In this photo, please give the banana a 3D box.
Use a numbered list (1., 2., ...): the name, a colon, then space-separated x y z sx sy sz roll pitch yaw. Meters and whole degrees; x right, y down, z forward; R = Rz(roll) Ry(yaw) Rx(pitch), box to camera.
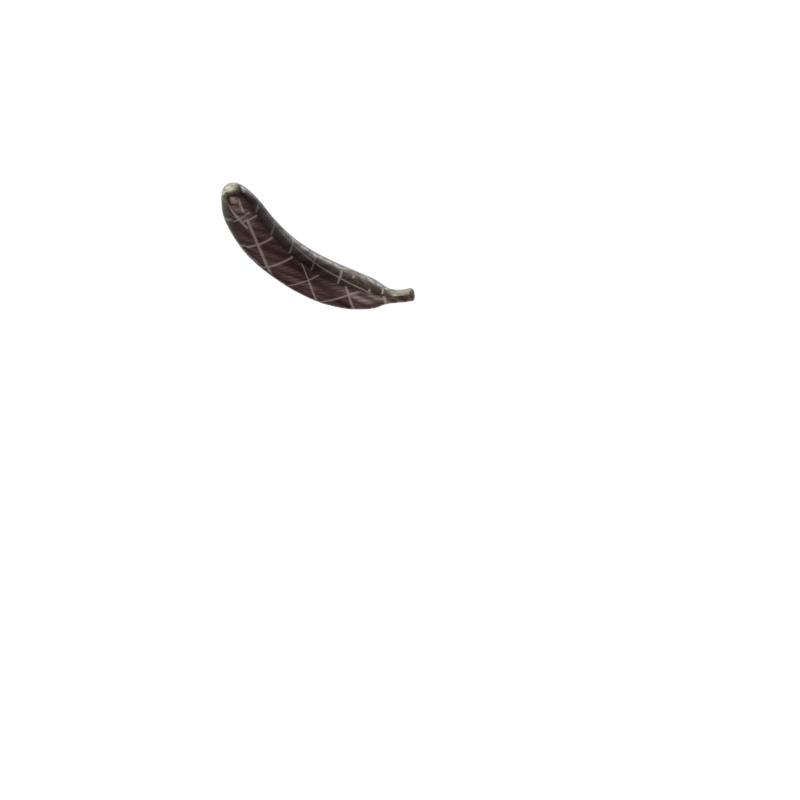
1. banana: -0.081 -0.120 0.915 0.186 0.039 0.069 27 -45 -31
